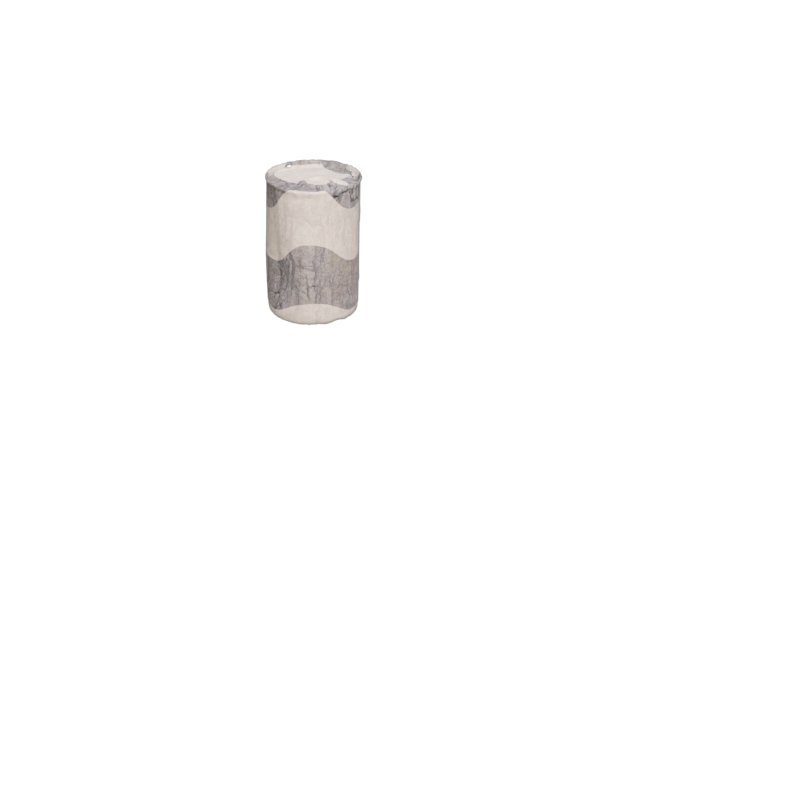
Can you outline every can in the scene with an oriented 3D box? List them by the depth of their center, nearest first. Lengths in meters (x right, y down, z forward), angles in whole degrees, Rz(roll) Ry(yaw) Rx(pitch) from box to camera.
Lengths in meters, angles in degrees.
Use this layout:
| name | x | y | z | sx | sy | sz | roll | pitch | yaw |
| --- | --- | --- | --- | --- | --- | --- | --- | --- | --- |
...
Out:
| name | x | y | z | sx | sy | sz | roll | pitch | yaw |
| --- | --- | --- | --- | --- | --- | --- | --- | --- | --- |
| can | -0.062 | -0.113 | 0.793 | 0.068 | 0.097 | 0.072 | 0 | 26 | -2 |
